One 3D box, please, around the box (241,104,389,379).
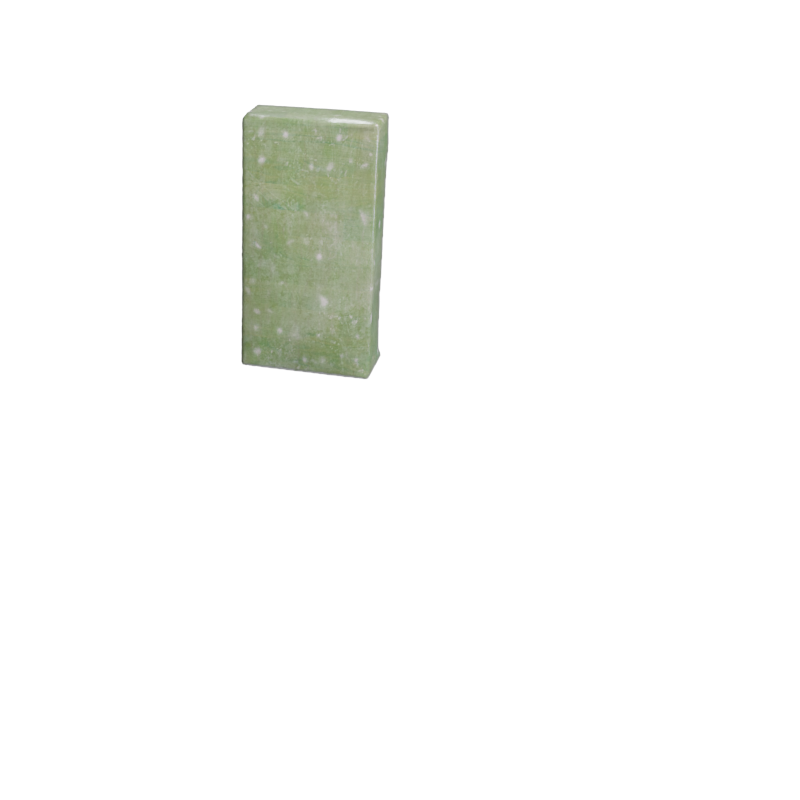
[{"bbox_3d":[-0.059,-0.106,0.746,0.095,0.168,0.049,6,22,11],"label":"box"}]
